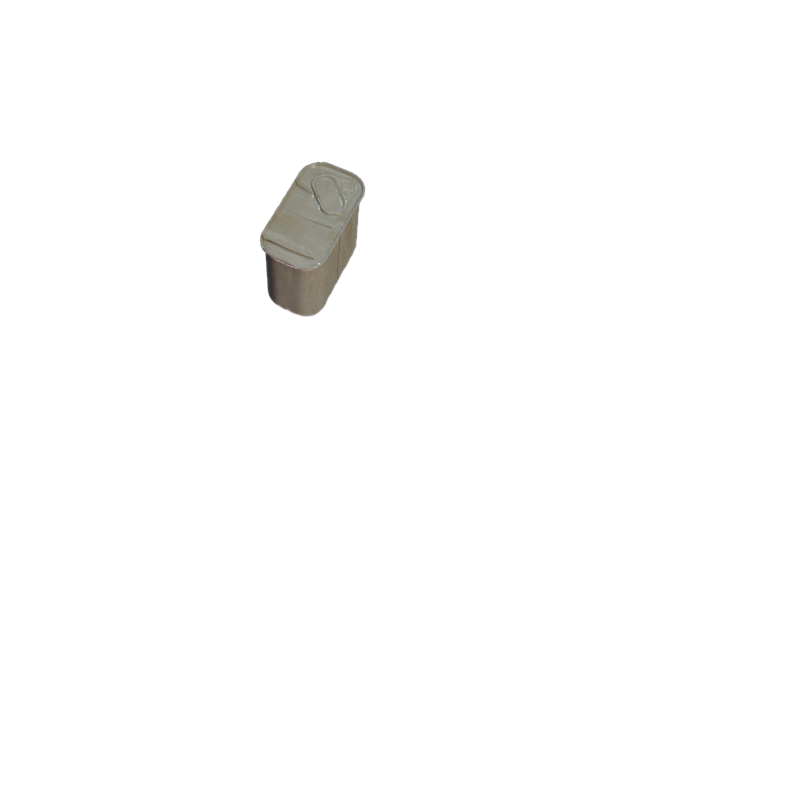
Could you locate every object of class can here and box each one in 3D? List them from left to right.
[{"bbox_3d":[-0.072,-0.131,0.915,0.059,0.106,0.079,22,-28,9],"label":"can"}]
